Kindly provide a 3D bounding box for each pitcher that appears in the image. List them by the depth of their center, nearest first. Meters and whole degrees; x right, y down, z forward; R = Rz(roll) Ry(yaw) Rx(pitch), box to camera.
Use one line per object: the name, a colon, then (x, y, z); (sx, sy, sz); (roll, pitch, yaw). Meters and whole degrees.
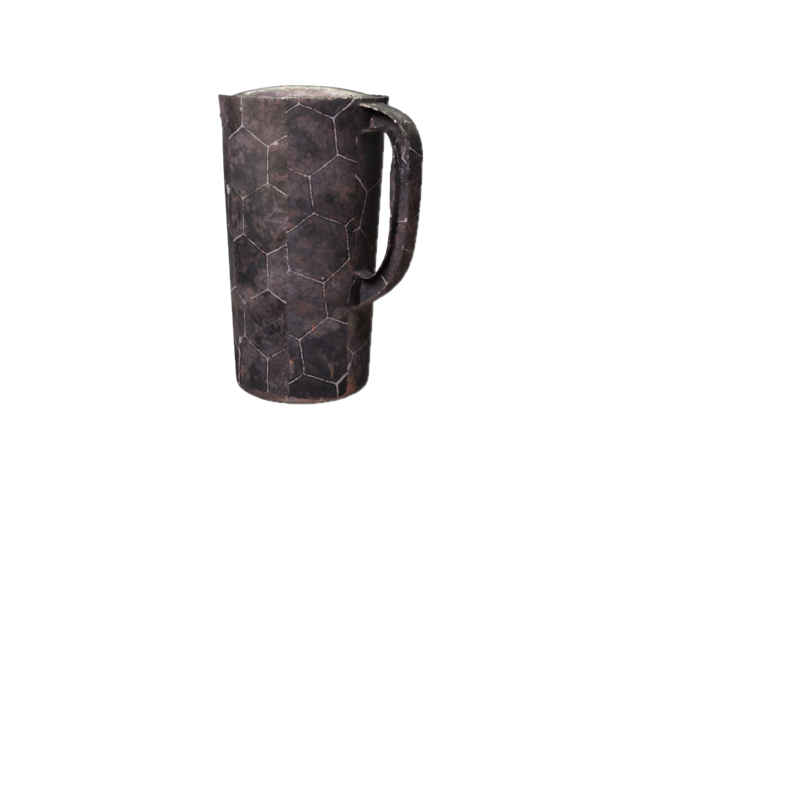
pitcher: (-0.068, -0.124, 0.871); (0.143, 0.237, 0.155); (-1, 12, -10)
